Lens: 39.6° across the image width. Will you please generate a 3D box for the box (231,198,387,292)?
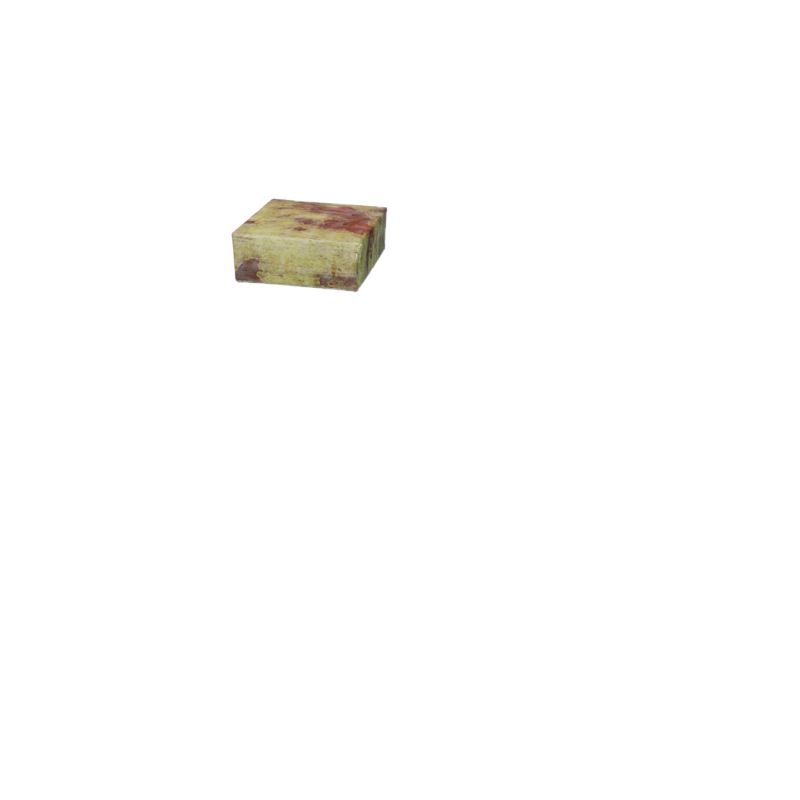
[{"bbox_3d":[-0.062,-0.112,0.787,0.091,0.037,0.117,4,24,9],"label":"box"}]
